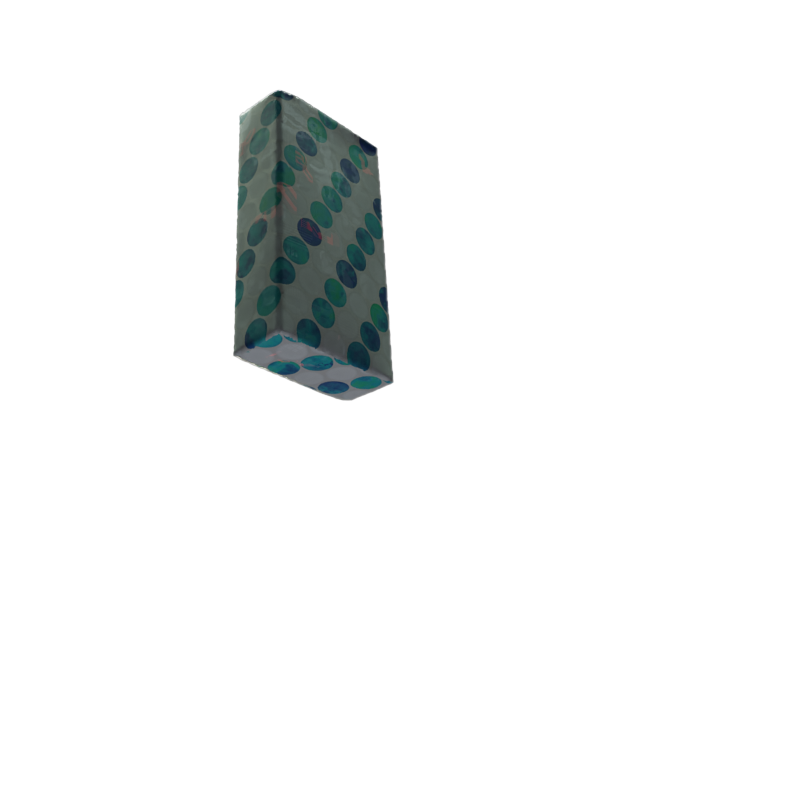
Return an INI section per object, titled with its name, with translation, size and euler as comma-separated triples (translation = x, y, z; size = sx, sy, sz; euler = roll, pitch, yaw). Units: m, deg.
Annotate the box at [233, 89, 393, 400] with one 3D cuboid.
[box]
translation = -0.052, -0.096, 0.669
size = 0.048, 0.188, 0.087
euler = -28, -38, 37
